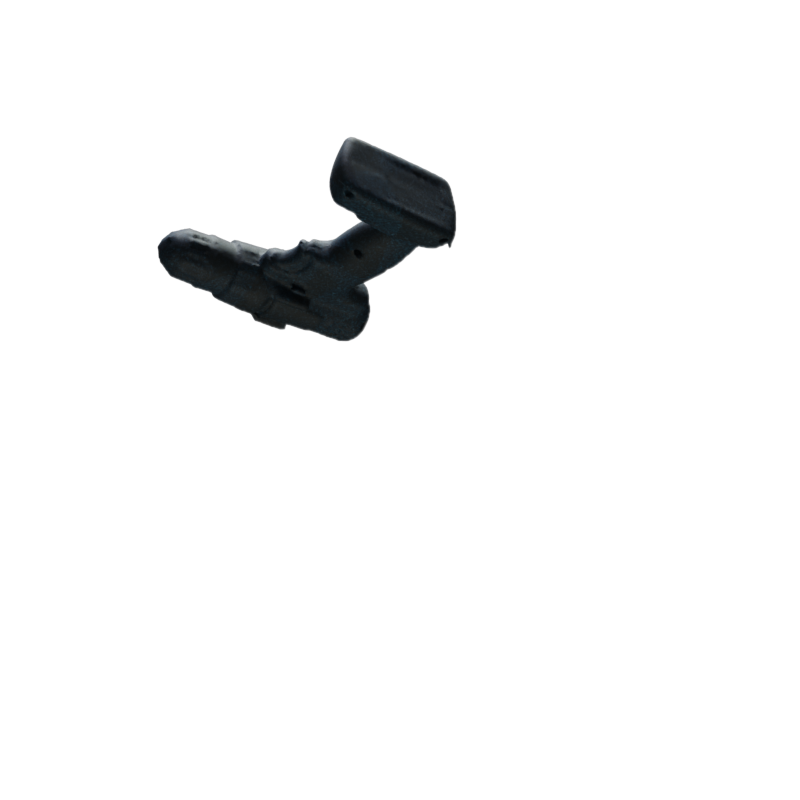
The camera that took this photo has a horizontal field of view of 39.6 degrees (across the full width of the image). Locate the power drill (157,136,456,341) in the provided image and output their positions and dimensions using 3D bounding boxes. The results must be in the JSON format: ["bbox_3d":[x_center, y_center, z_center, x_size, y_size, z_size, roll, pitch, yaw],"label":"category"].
[{"bbox_3d":[-0.065,-0.118,0.829,0.175,0.061,0.186,19,-34,-31],"label":"power drill"}]
